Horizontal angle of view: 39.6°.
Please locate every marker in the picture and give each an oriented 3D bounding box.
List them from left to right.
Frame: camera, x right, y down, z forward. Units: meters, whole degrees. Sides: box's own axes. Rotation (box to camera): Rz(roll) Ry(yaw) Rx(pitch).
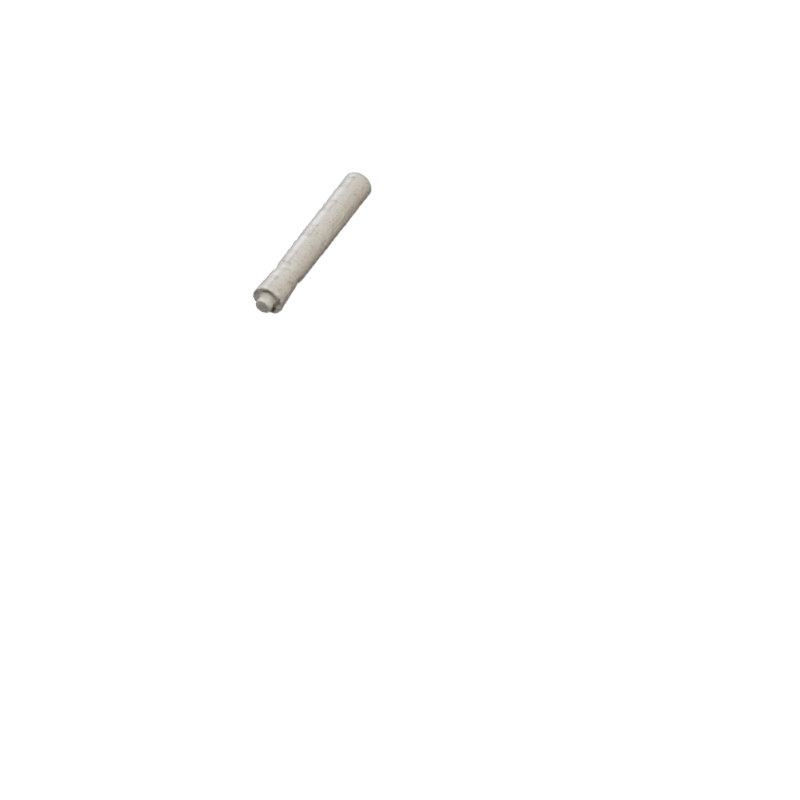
[{"bbox_3d":[-0.051,-0.093,0.653,0.020,0.018,0.125,1,42,32],"label":"marker"}]
